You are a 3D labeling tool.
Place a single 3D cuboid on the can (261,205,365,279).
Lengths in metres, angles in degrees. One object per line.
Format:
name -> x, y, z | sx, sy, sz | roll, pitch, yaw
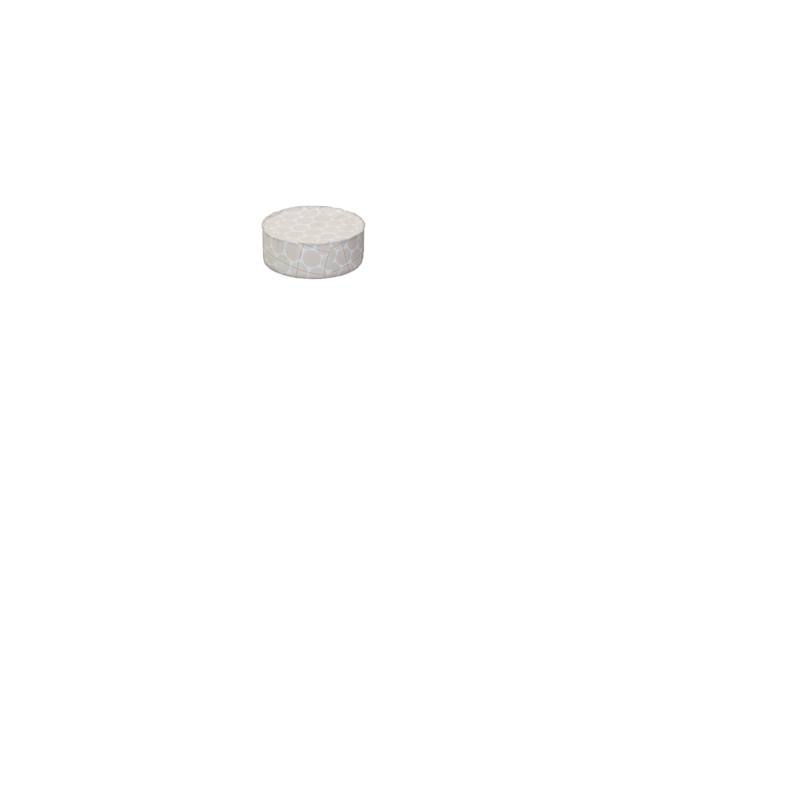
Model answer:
can -> -0.072, -0.132, 0.922 | 0.086, 0.032, 0.091 | -1, 28, -2
